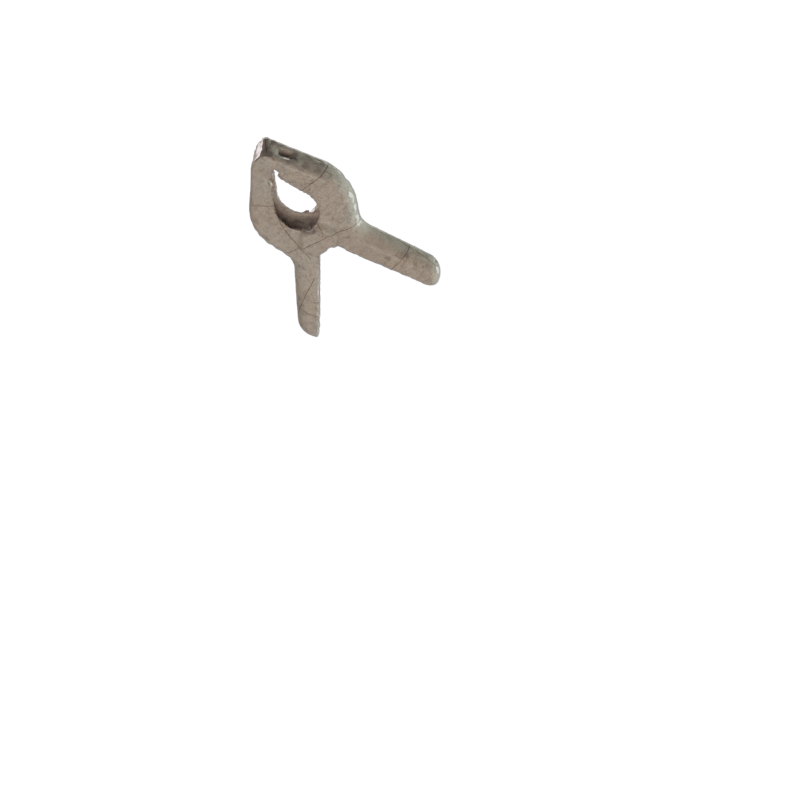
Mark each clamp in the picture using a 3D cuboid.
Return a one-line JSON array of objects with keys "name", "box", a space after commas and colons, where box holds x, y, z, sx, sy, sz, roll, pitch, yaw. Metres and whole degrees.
[{"name": "clamp", "box": [-0.065, -0.118, 0.825, 0.119, 0.162, 0.042, -35, 26, 20]}]
